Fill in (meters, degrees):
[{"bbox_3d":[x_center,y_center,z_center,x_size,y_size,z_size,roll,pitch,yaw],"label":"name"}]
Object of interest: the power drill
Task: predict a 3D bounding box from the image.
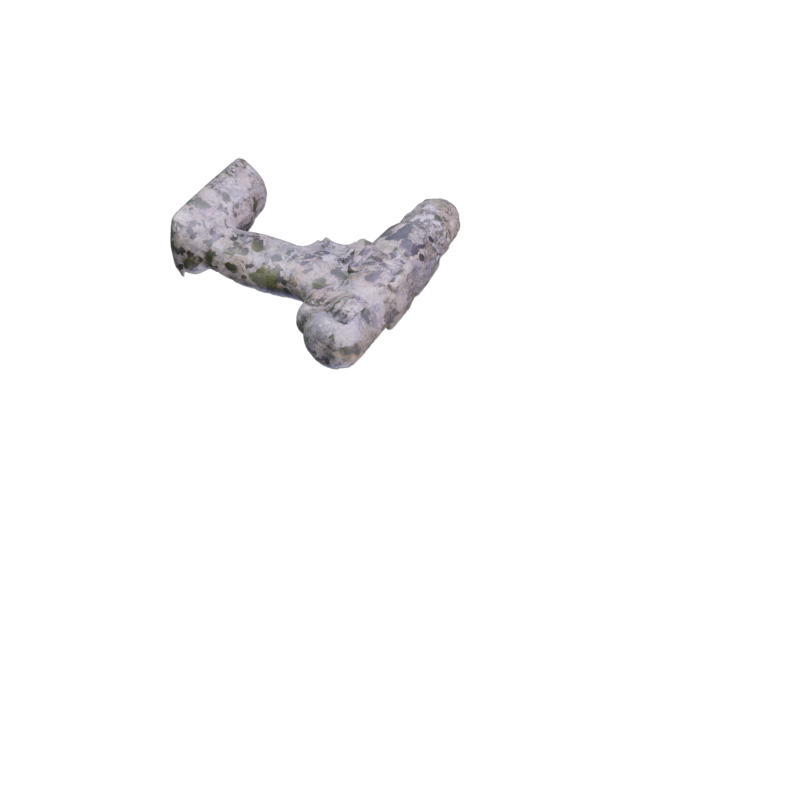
[{"bbox_3d":[-0.067,-0.122,0.852,0.196,0.053,0.189,23,49,21],"label":"power drill"}]
